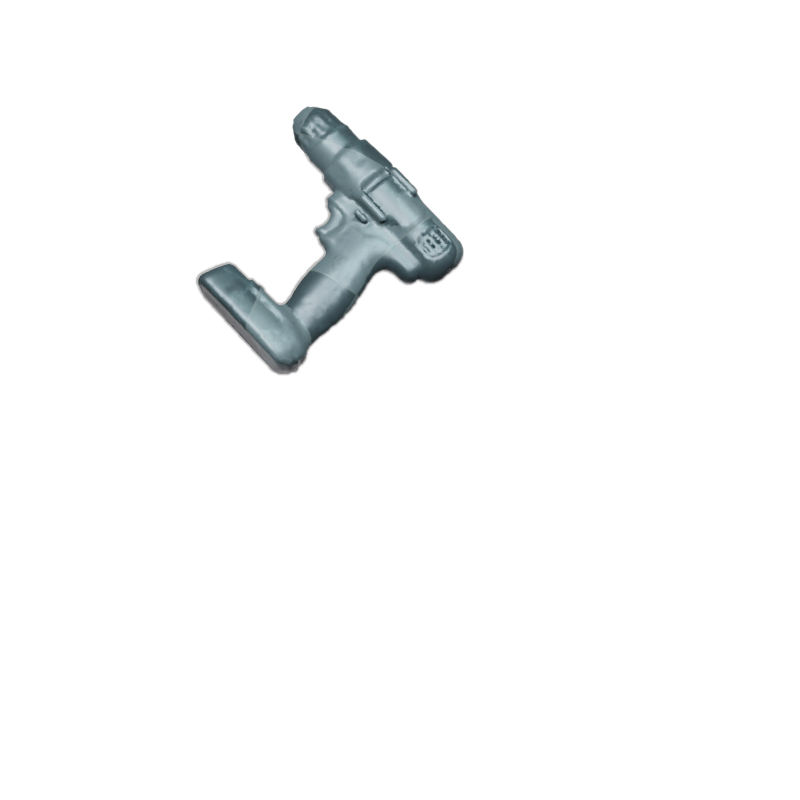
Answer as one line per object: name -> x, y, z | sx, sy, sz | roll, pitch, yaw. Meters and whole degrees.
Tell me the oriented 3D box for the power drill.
power drill -> -0.070, -0.128, 0.898 | 0.189, 0.191, 0.055 | -41, -13, -12
